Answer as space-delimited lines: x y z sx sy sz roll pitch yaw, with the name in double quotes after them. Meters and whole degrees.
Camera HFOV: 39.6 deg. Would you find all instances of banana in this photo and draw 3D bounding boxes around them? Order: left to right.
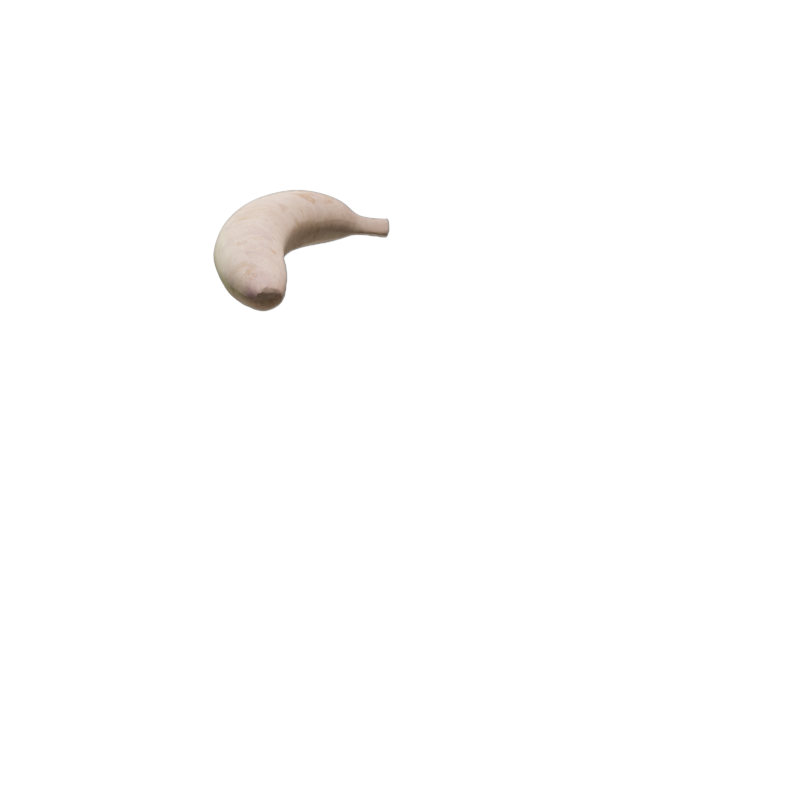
-0.064 -0.091 0.618 0.071 0.035 0.200 6 22 15 "banana"
